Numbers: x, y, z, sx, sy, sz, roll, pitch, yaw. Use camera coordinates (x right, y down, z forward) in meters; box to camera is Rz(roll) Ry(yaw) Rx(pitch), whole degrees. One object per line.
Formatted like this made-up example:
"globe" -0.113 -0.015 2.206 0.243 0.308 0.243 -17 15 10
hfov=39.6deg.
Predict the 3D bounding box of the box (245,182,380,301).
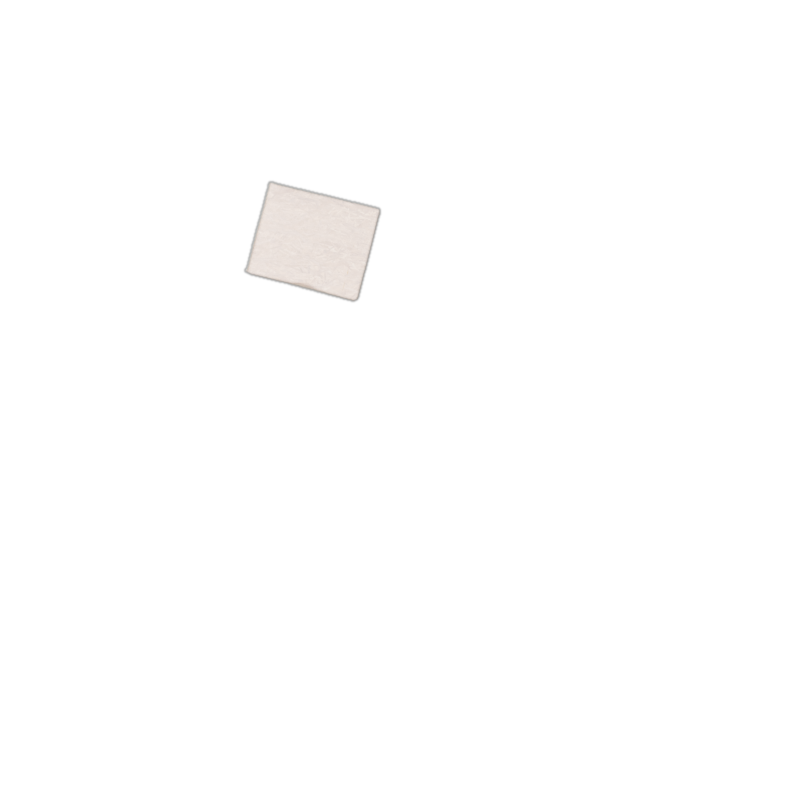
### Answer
"box" -0.067 -0.122 0.854 0.089 0.074 0.030 15 -2 0
